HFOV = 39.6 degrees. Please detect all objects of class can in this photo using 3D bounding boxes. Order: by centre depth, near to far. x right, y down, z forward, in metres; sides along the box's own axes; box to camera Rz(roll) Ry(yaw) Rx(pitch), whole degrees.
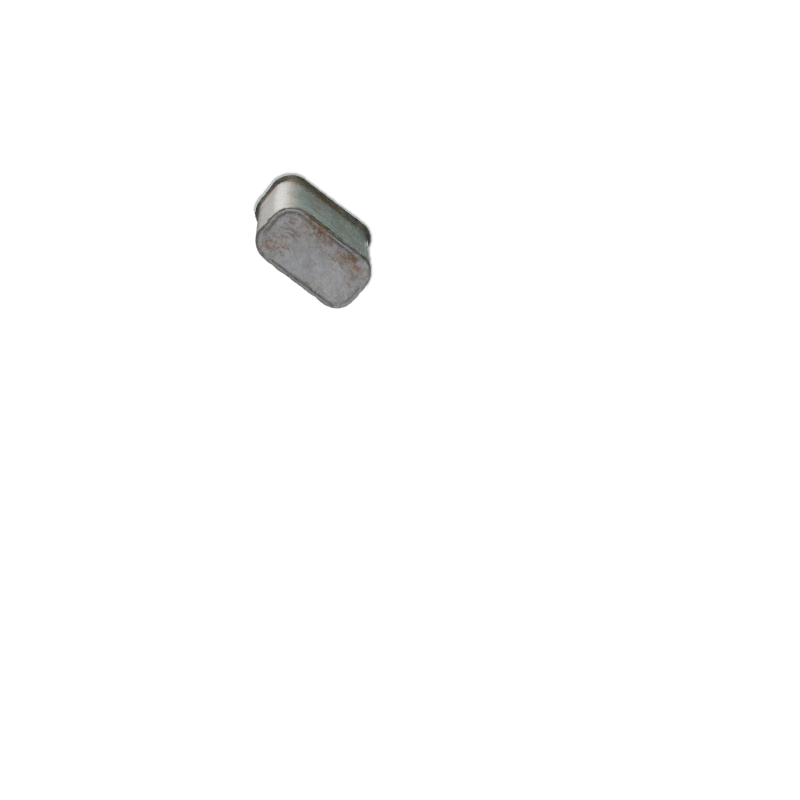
[{"bbox_3d":[-0.072,-0.131,0.914,0.099,0.057,0.088,36,18,-16],"label":"can"}]
